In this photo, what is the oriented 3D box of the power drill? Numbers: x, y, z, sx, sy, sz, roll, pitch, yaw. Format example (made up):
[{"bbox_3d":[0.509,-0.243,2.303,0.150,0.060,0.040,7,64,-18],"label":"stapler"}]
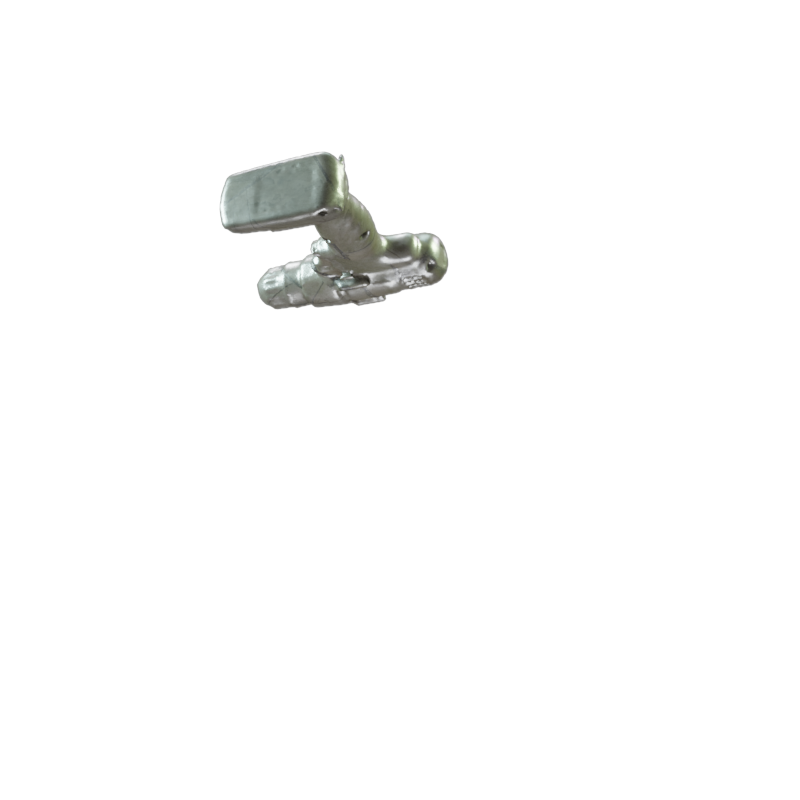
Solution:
[{"bbox_3d":[-0.074,-0.135,0.944,0.188,0.060,0.175,-10,-23,24],"label":"power drill"}]
